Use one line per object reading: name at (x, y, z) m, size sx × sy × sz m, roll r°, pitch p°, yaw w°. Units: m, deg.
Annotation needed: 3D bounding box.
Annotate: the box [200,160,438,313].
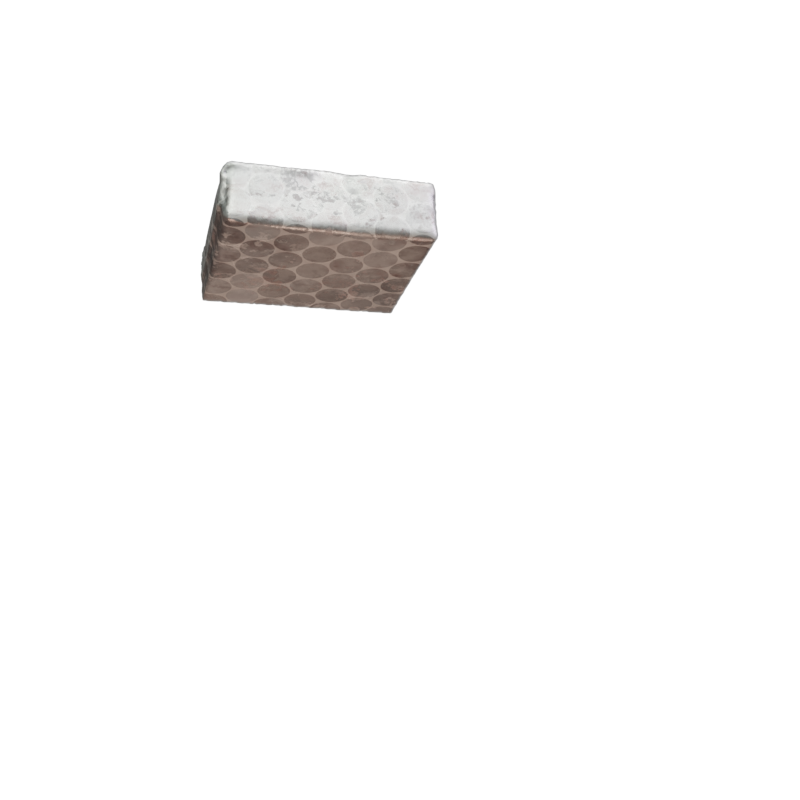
box at (-0.037, -0.067, 0.470) m, size 0.088 × 0.032 × 0.070 m, roll 5°, pitch -24°, yaw -12°
